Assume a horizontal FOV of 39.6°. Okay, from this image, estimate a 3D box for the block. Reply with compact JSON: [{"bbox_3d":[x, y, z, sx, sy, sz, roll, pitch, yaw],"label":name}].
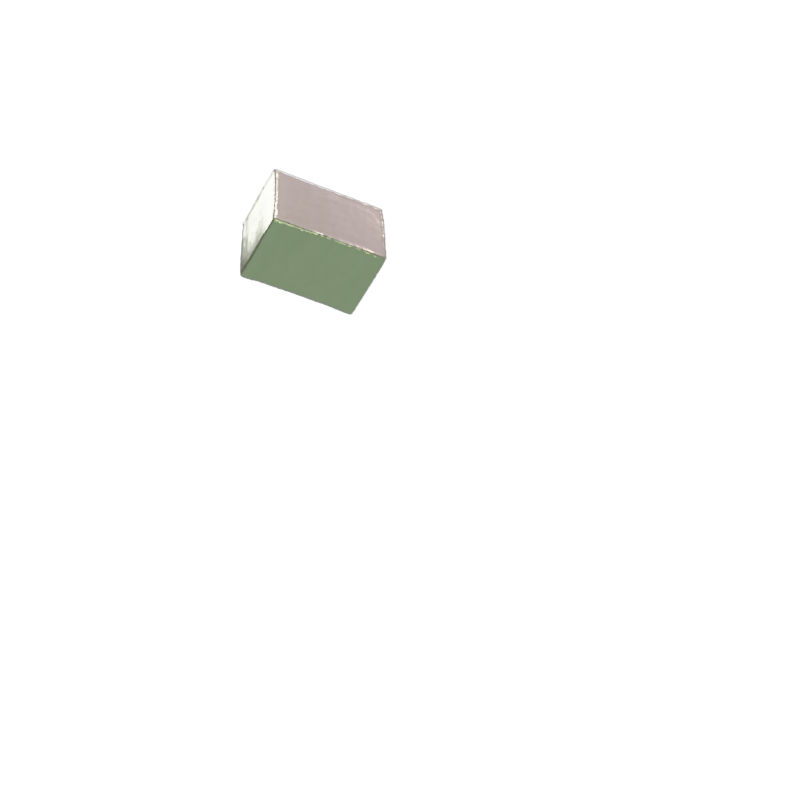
[{"bbox_3d":[-0.054,-0.099,0.691,0.075,0.055,0.051,20,-51,-18],"label":"block"}]
